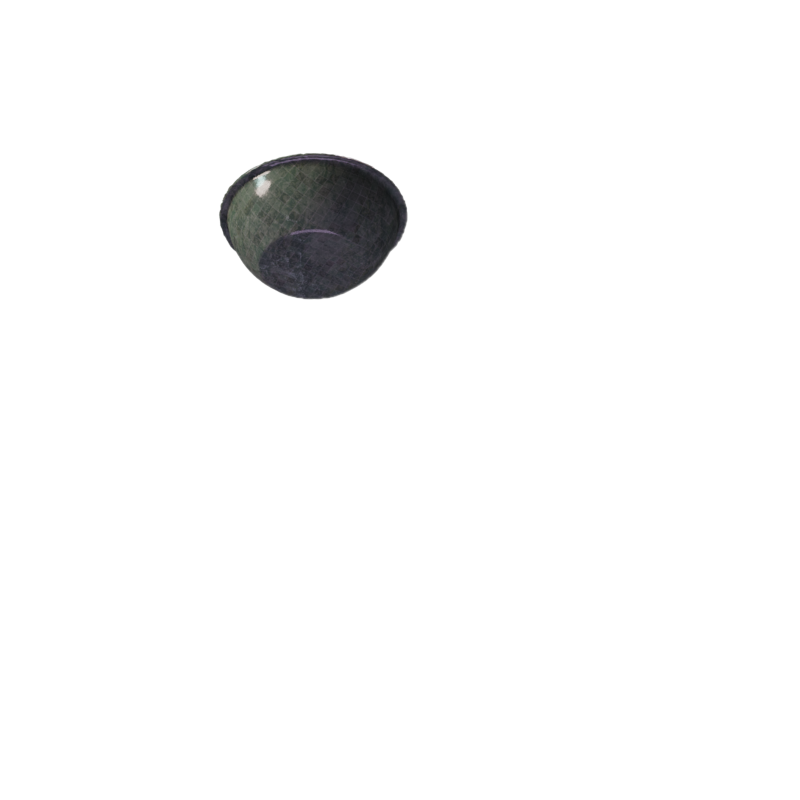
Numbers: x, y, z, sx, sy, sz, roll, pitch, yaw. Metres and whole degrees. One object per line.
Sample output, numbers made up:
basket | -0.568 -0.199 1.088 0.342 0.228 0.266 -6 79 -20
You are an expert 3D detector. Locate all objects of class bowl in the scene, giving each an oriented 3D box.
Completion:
bowl | -0.073 -0.134 0.936 0.162 0.059 0.151 1 -36 -2
